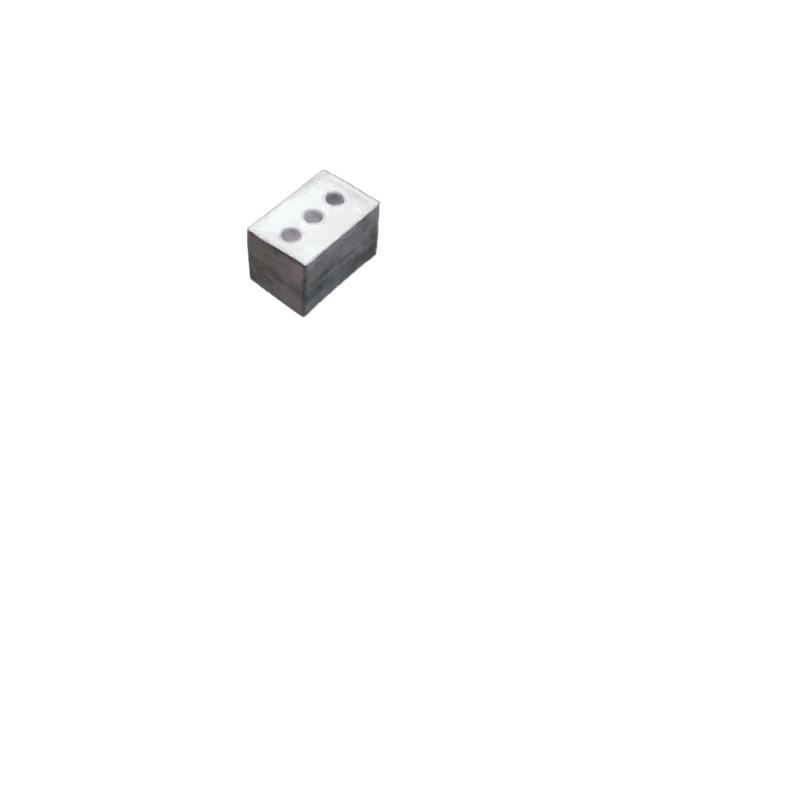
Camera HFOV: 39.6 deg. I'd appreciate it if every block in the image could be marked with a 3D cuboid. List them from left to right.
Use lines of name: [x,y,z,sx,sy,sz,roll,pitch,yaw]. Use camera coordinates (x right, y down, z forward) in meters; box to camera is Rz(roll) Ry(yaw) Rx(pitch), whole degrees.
block: [-0.058,-0.106,0.742,0.056,0.048,0.079,32,57,22]
